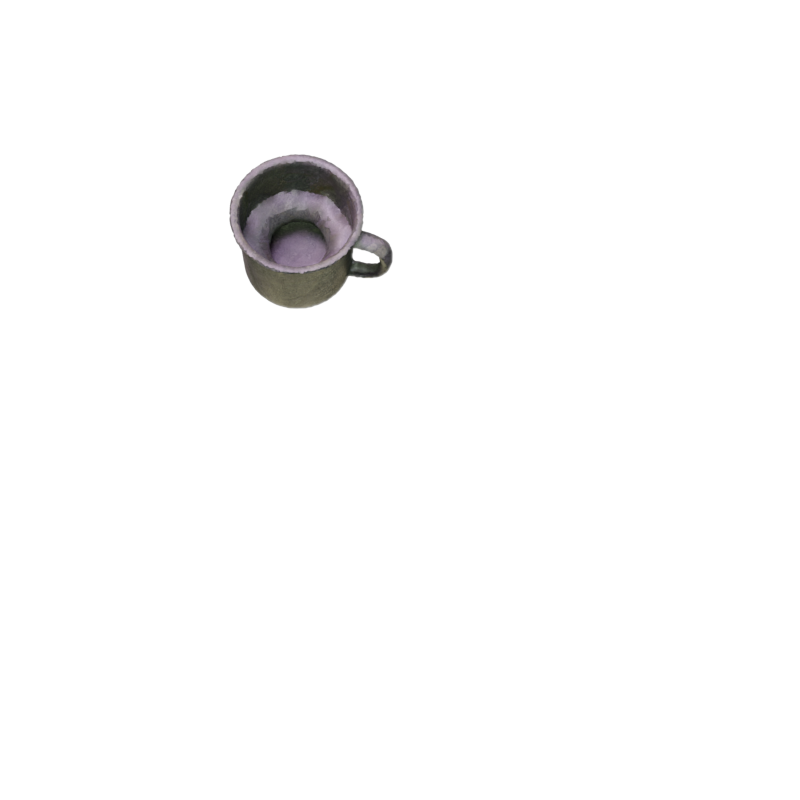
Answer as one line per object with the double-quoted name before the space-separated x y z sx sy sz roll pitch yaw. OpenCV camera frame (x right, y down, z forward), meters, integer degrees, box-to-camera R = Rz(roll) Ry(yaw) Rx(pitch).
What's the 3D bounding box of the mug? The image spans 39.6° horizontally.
"mug" -0.063 -0.114 0.799 0.118 0.097 0.077 13 -22 4
